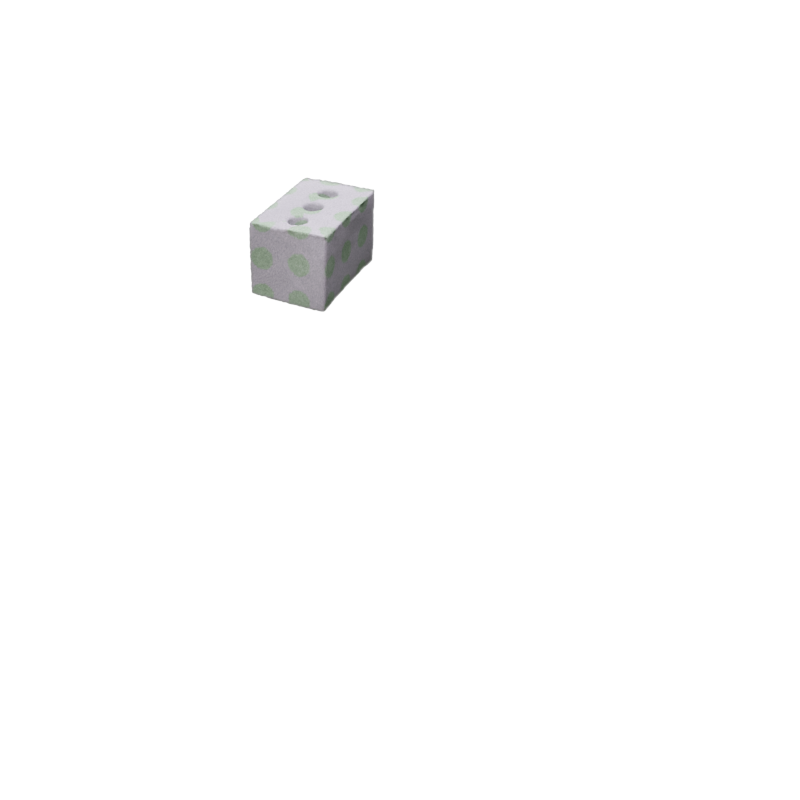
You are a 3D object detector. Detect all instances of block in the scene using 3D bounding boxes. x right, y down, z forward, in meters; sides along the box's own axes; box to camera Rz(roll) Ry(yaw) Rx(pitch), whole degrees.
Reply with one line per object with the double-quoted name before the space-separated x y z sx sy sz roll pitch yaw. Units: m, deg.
"block" -0.055 -0.100 0.702 0.055 0.048 0.080 13 34 18
